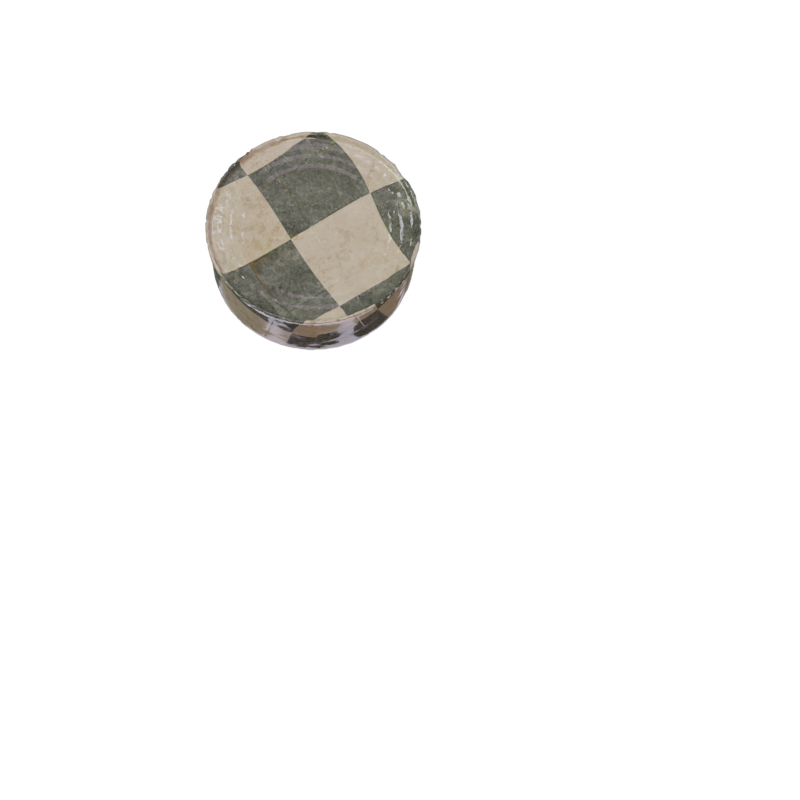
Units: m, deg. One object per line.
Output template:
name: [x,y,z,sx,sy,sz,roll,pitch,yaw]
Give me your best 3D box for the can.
can: [-0.035,-0.065,0.453,0.086,0.091,0.032,-1,-25,-1]
